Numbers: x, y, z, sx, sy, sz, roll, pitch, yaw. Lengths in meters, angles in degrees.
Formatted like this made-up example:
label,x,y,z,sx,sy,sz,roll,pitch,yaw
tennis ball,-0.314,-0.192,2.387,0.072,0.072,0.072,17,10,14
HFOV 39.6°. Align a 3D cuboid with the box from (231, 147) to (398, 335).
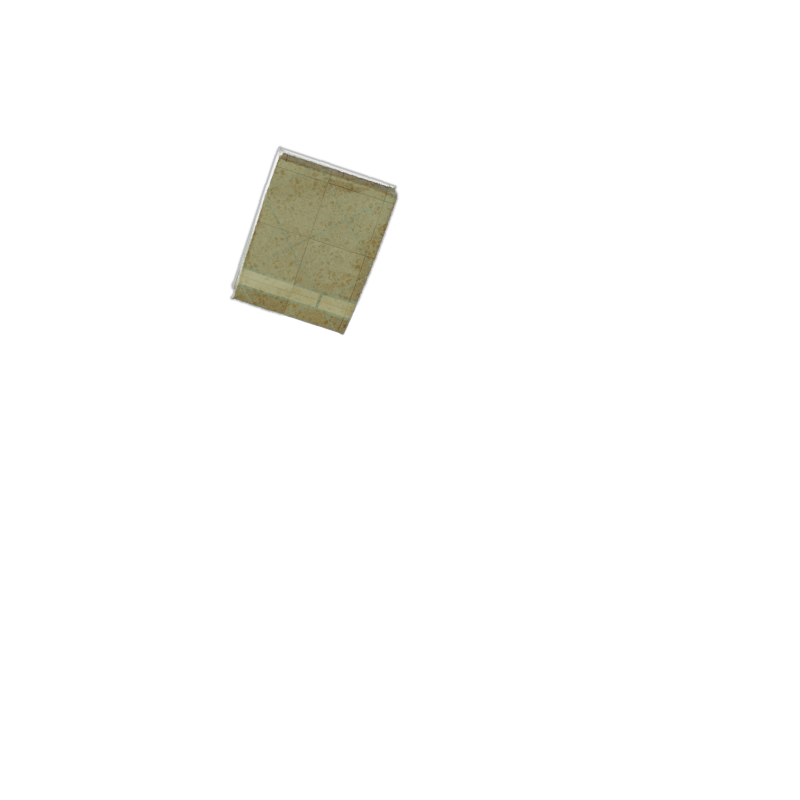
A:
label,x,y,z,sx,sy,sz,roll,pitch,yaw
box,-0.062,-0.113,0.792,0.089,0.111,0.040,19,13,-6
